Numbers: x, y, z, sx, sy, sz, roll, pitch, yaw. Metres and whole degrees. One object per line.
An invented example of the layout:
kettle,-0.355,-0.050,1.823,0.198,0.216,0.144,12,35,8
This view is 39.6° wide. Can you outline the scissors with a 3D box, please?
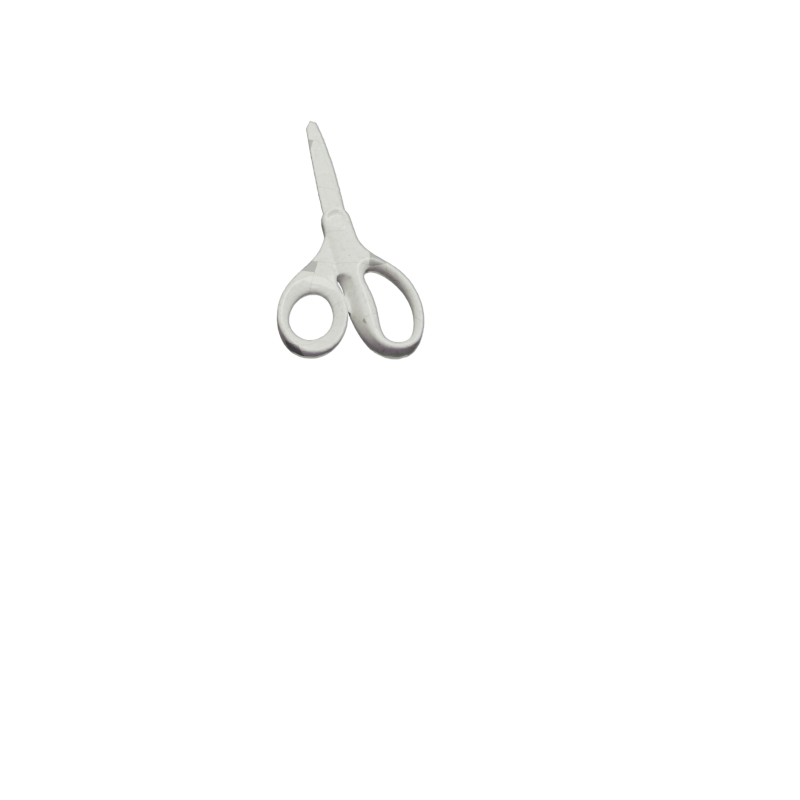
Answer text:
scissors,-0.055,-0.100,0.704,0.095,0.218,0.015,-21,-35,-16
